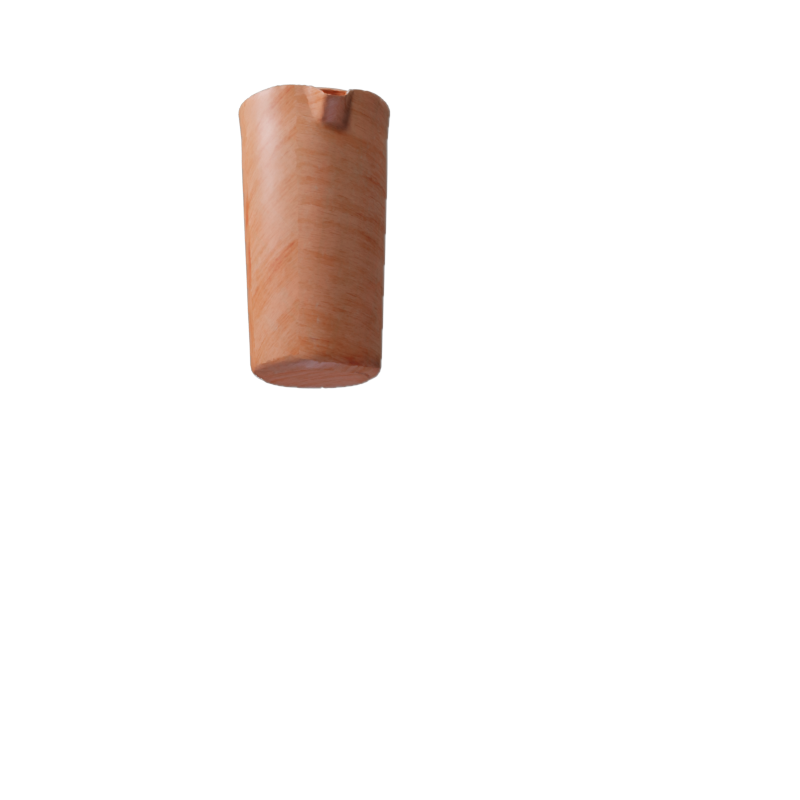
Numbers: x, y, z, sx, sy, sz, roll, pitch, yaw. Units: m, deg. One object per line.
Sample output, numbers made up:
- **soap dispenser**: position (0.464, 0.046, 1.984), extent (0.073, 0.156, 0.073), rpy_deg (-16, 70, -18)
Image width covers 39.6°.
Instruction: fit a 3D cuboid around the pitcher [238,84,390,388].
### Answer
- **pitcher**: position (-0.074, -0.136, 0.951), extent (0.148, 0.252, 0.140), rpy_deg (-9, -17, 28)
